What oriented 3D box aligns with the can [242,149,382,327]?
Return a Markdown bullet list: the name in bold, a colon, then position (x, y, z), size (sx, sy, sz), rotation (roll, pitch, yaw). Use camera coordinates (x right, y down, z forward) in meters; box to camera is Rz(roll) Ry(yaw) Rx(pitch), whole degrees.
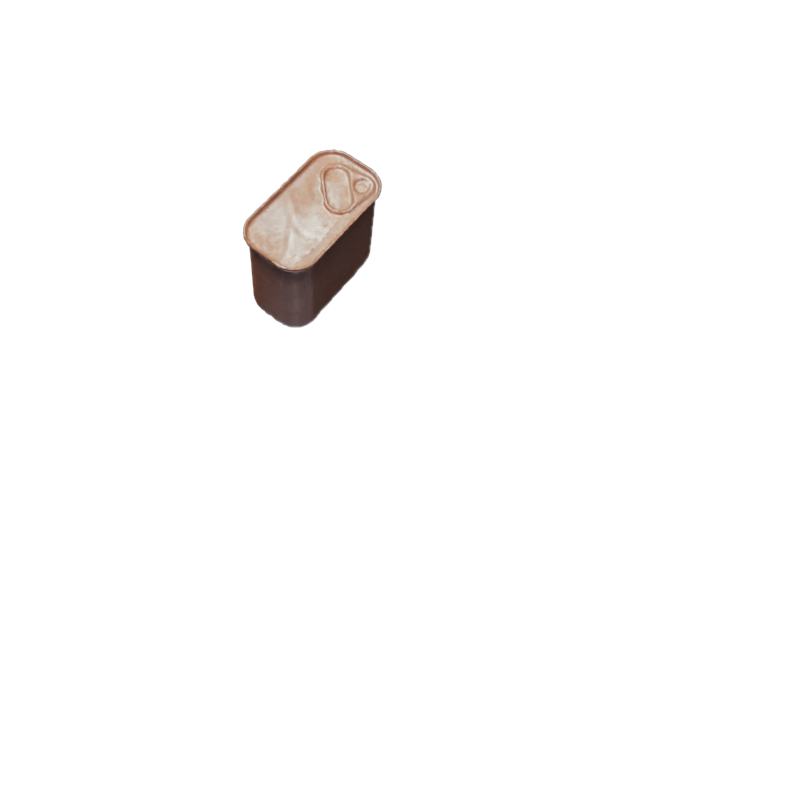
- **can**: position (-0.061, -0.111, 0.775), size (0.060, 0.104, 0.079), rotation (34, -26, 15)
